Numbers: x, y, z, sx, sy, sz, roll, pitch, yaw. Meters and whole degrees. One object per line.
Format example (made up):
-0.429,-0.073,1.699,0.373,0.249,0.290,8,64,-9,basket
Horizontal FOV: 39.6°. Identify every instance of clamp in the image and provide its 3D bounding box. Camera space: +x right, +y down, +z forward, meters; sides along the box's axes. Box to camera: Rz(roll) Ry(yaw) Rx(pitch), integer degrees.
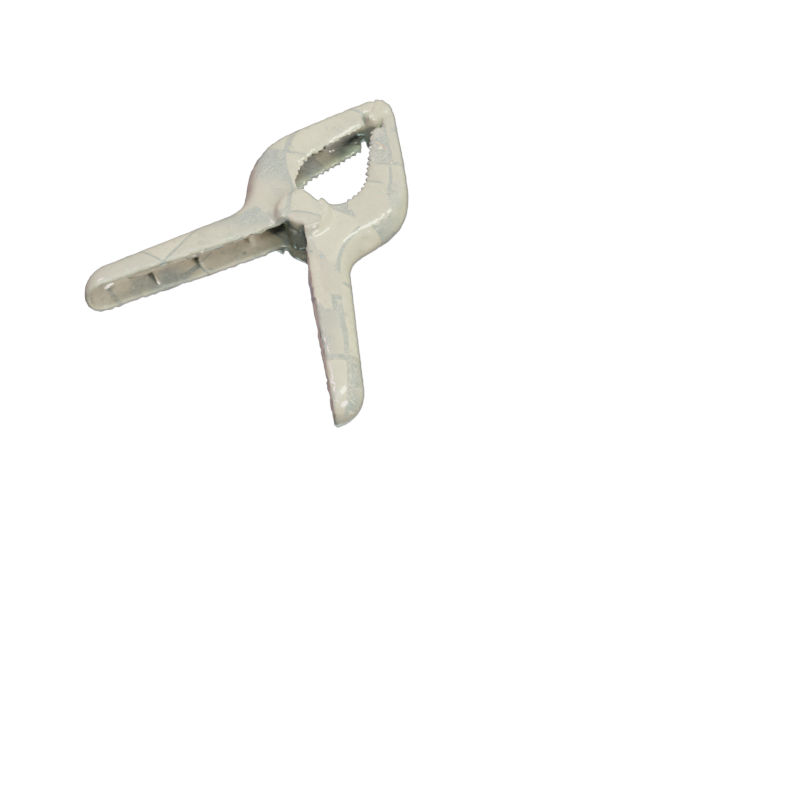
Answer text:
-0.049,-0.088,0.620,0.172,0.215,0.034,29,-31,19,clamp
